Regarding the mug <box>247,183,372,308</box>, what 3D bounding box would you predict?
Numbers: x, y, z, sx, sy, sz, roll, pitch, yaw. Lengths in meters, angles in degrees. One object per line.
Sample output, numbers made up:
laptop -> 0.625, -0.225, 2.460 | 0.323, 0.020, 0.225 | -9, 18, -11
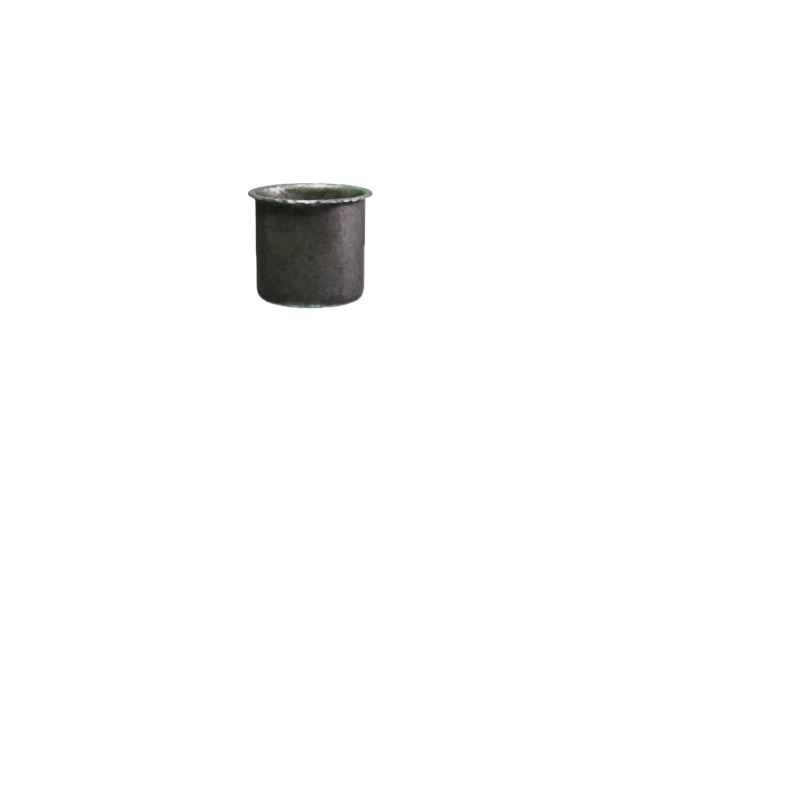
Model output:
mug -> -0.066, -0.121, 0.844 | 0.094, 0.079, 0.120 | 2, 16, 7
